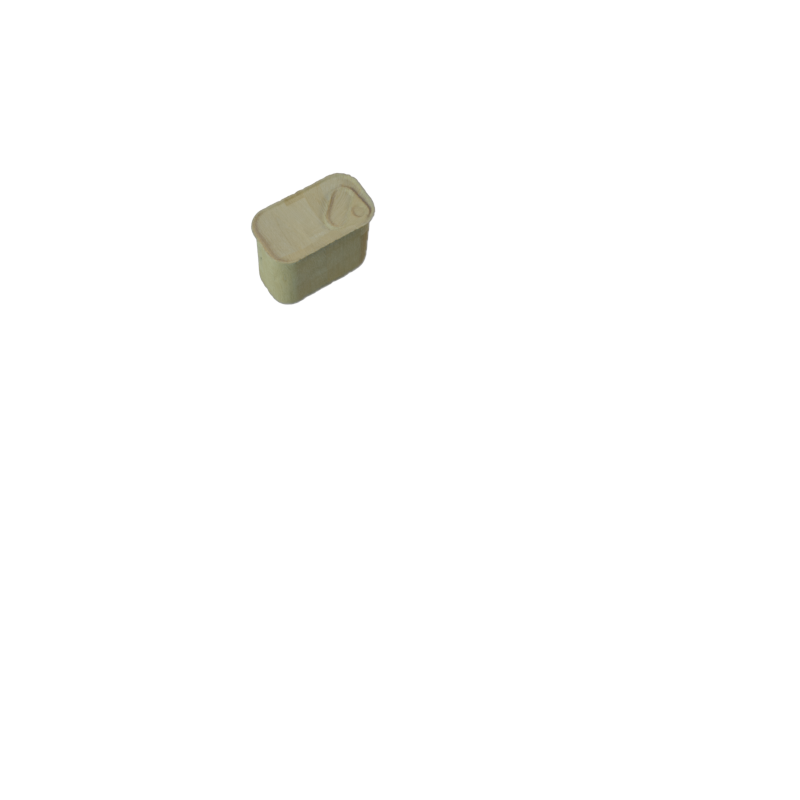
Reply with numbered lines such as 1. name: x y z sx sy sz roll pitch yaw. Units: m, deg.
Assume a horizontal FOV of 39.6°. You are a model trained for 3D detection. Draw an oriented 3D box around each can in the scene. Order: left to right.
1. can: -0.074 -0.136 0.951 0.102 0.061 0.079 -30 -20 -15
